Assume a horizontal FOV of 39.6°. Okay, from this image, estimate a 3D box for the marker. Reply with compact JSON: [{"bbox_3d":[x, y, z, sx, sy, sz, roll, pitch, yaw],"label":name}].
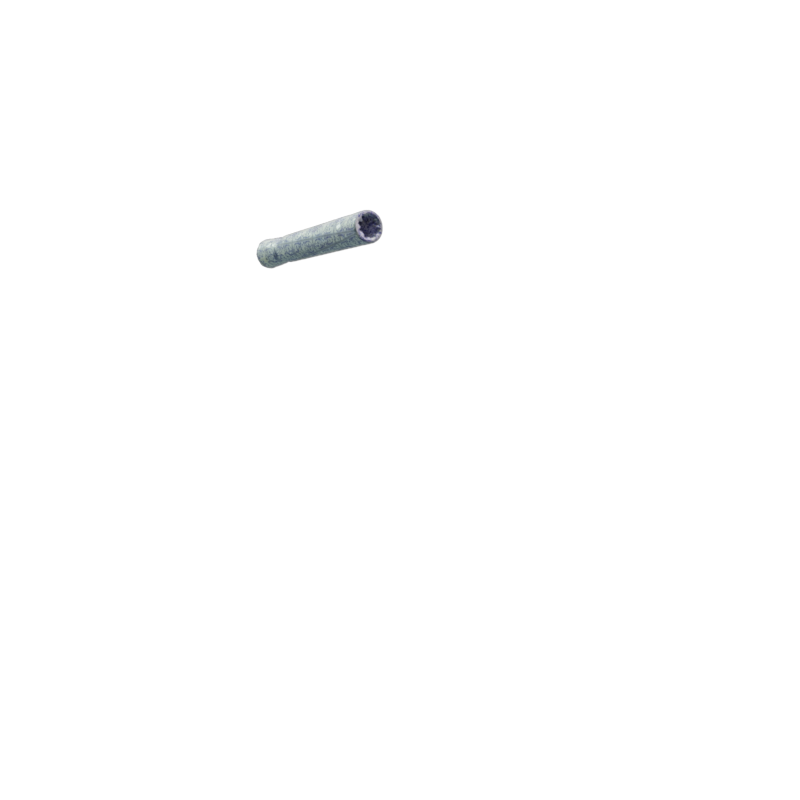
[{"bbox_3d":[-0.051,-0.093,0.653,0.019,0.020,0.124,-2,0,-34],"label":"marker"}]
